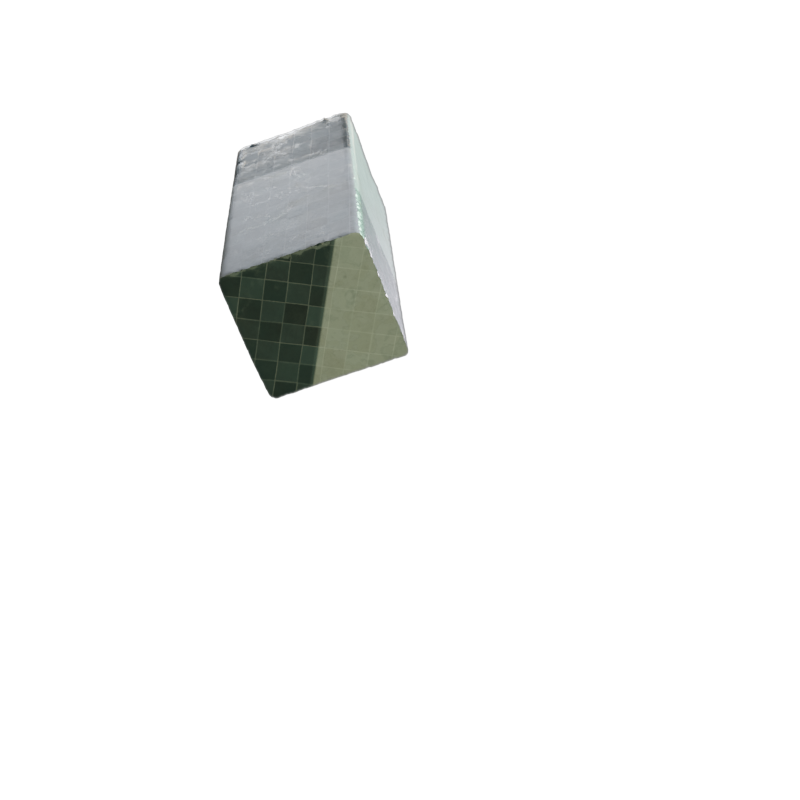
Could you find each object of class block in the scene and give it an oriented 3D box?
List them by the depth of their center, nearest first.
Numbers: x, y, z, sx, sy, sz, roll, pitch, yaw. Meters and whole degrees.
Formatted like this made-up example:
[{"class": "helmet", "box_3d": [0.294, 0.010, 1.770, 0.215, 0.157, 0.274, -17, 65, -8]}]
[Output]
[{"class": "block", "box_3d": [-0.058, -0.106, 0.736, 0.091, 0.084, 0.219, -18, 31, 7]}]
